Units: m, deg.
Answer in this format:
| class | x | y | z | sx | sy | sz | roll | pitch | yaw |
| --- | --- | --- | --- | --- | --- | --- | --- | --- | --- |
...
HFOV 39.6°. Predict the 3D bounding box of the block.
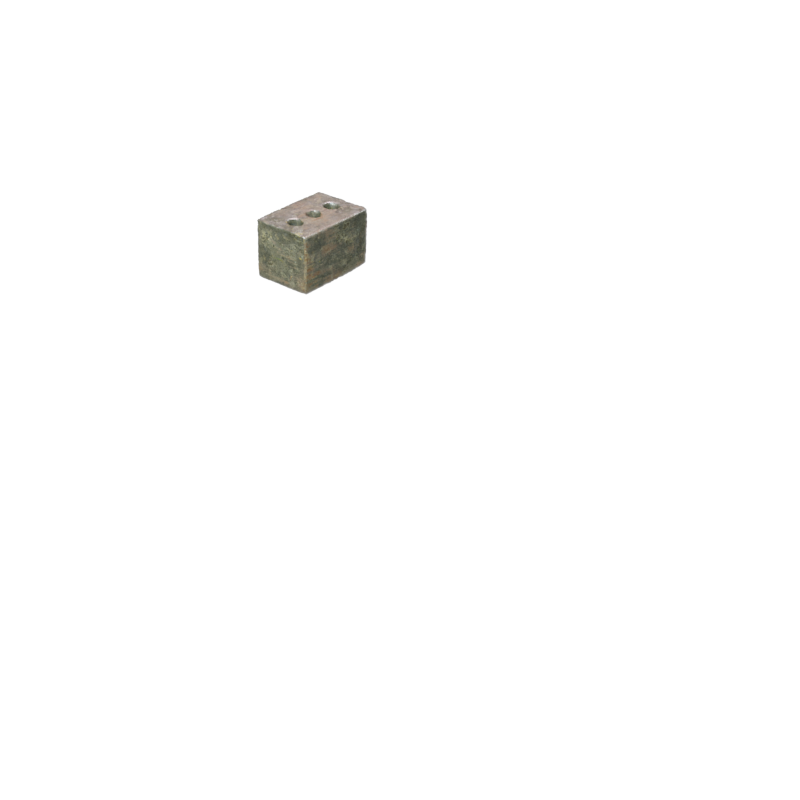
| class | x | y | z | sx | sy | sz | roll | pitch | yaw |
| --- | --- | --- | --- | --- | --- | --- | --- | --- | --- |
| block | -0.070 | -0.128 | 0.894 | 0.056 | 0.048 | 0.078 | 21 | 36 | 32 |
